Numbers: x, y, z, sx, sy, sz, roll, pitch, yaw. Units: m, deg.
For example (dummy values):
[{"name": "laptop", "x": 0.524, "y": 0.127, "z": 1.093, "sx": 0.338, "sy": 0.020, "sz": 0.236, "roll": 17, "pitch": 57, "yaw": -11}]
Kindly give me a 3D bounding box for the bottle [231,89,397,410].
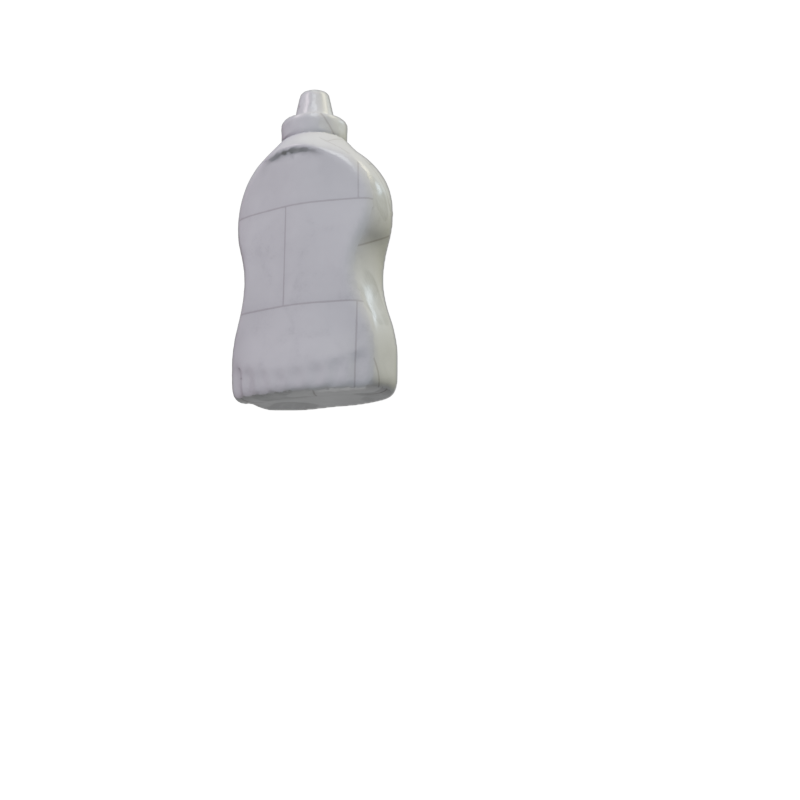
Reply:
[{"name": "bottle", "x": -0.051, "y": -0.094, "z": 0.658, "sx": 0.098, "sy": 0.199, "sz": 0.055, "roll": -10, "pitch": -19, "yaw": 29}]
